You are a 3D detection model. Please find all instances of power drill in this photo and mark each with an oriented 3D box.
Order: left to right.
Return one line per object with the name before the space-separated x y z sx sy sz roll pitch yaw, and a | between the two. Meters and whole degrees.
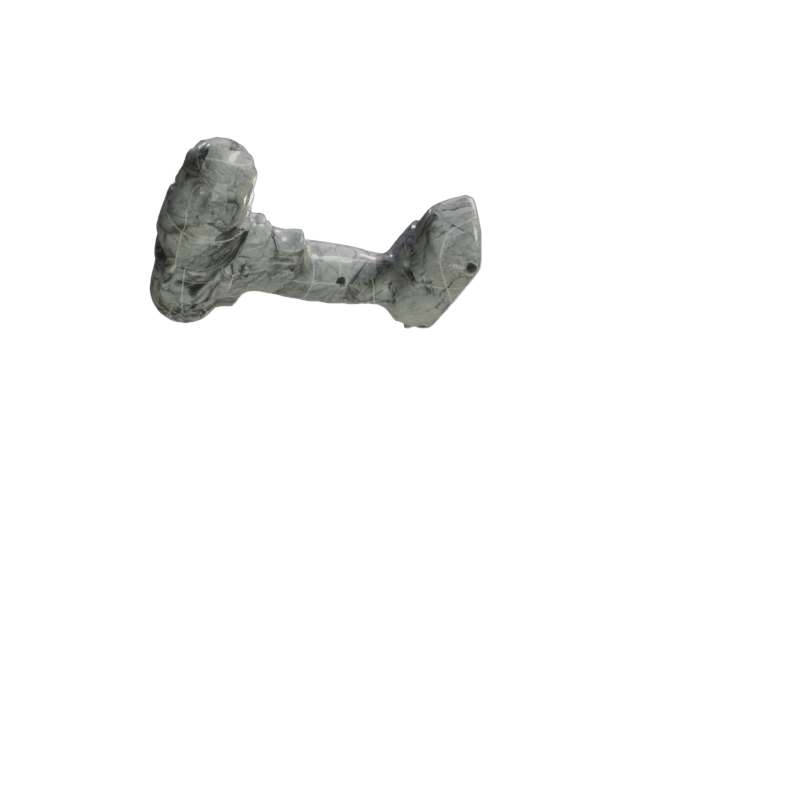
power drill | -0.052 -0.094 0.660 0.184 0.060 0.179 5 -19 -15
